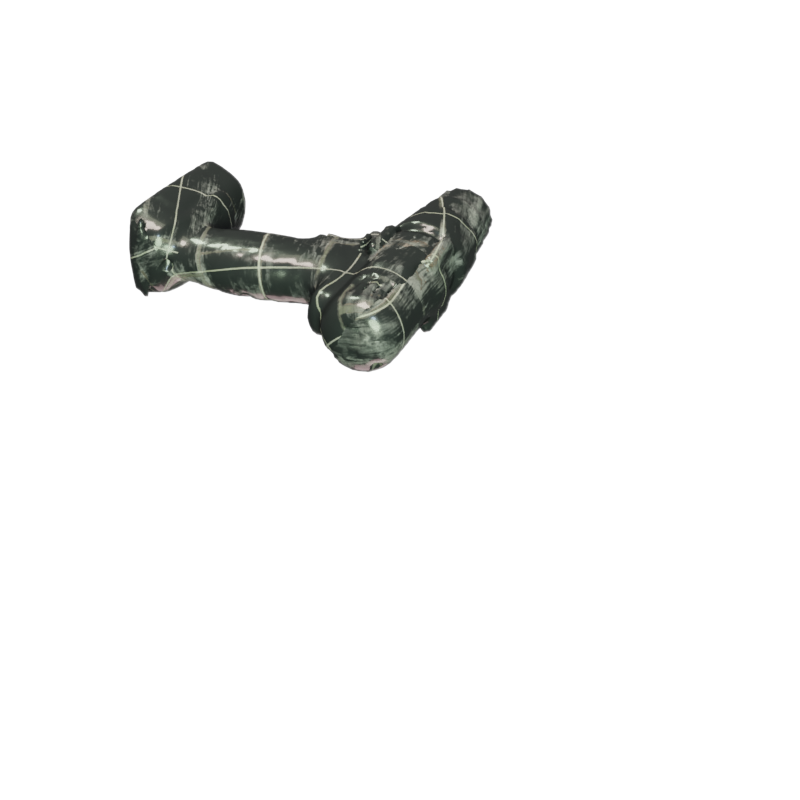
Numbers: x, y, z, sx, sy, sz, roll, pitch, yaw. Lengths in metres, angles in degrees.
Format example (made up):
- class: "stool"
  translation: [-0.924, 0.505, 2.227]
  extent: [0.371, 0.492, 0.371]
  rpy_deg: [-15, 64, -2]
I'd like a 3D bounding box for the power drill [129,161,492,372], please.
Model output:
- class: "power drill"
  translation: [-0.052, -0.095, 0.667]
  extent: [0.195, 0.054, 0.188]
  rpy_deg: [13, 33, 21]
